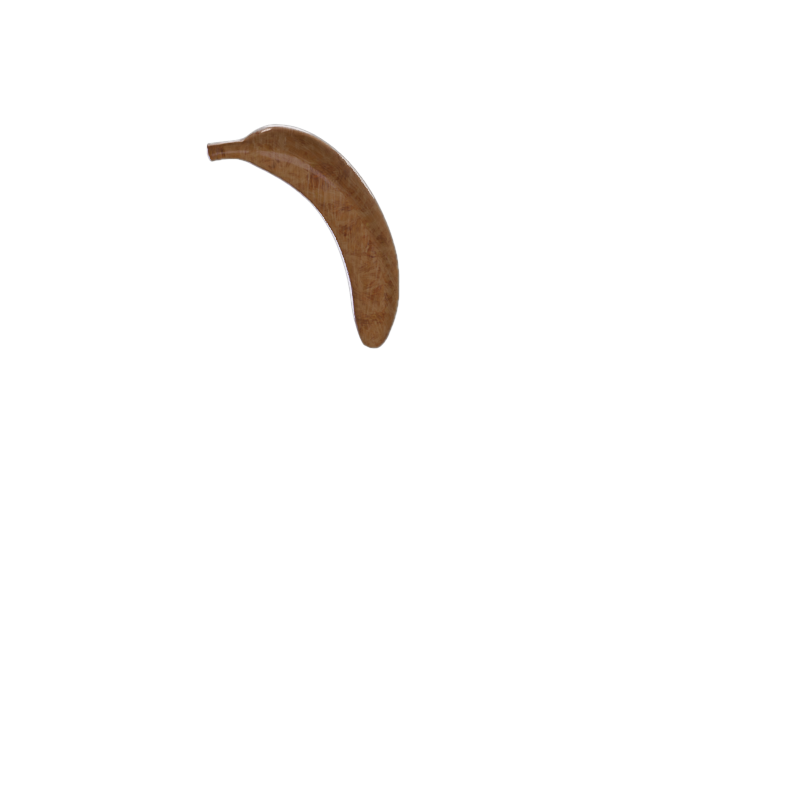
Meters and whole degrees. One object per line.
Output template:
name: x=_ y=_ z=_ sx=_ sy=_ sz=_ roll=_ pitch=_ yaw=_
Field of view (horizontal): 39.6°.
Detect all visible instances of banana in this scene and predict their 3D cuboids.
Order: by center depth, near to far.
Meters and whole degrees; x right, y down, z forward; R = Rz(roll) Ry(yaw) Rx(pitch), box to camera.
banana: x=-0.045 y=-0.117 z=0.741 sx=0.069 sy=0.185 sz=0.039 roll=-29 pitch=29 yaw=18
